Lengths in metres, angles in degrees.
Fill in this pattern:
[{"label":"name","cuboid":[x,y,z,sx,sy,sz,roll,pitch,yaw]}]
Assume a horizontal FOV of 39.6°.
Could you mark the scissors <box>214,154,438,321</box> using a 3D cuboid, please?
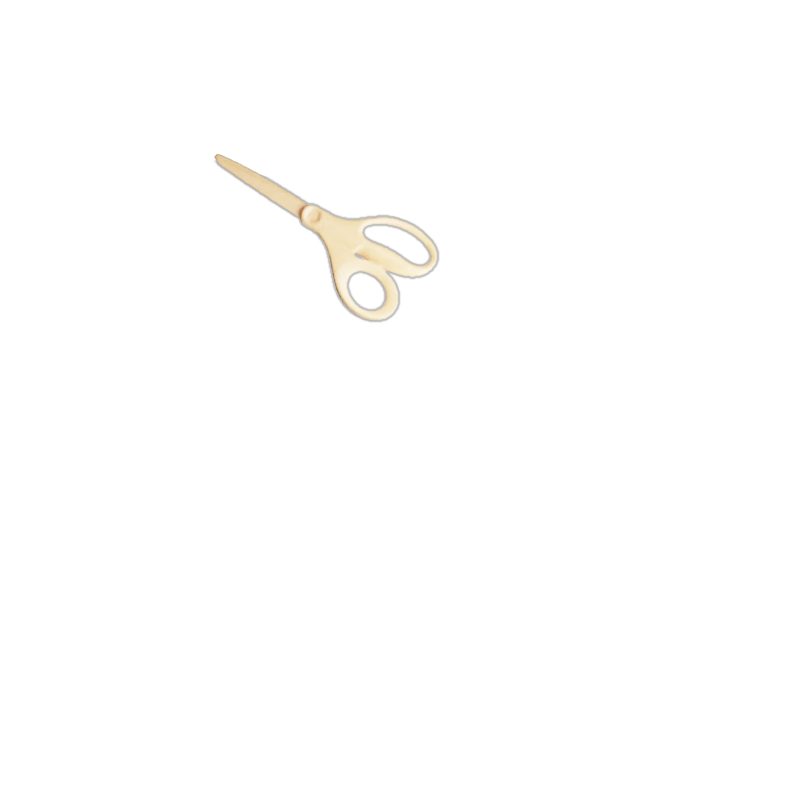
[{"label":"scissors","cuboid":[-0.071,-0.129,0.902,0.204,0.099,0.015,17,-15,5]}]
